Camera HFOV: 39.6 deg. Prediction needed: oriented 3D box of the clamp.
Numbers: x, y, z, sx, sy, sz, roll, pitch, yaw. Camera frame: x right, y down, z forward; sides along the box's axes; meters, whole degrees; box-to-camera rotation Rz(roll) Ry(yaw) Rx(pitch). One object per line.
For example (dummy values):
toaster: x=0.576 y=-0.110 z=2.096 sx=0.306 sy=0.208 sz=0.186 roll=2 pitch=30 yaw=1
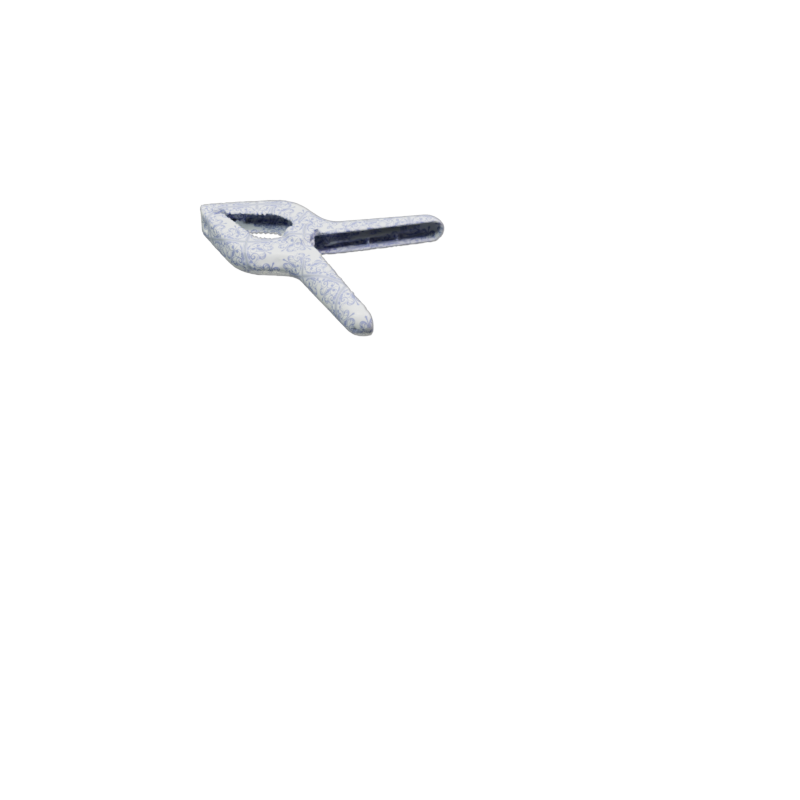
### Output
clamp: x=-0.075 y=-0.137 z=0.963 sx=0.220 sy=0.034 sz=0.168 roll=22 pitch=44 yaw=24
